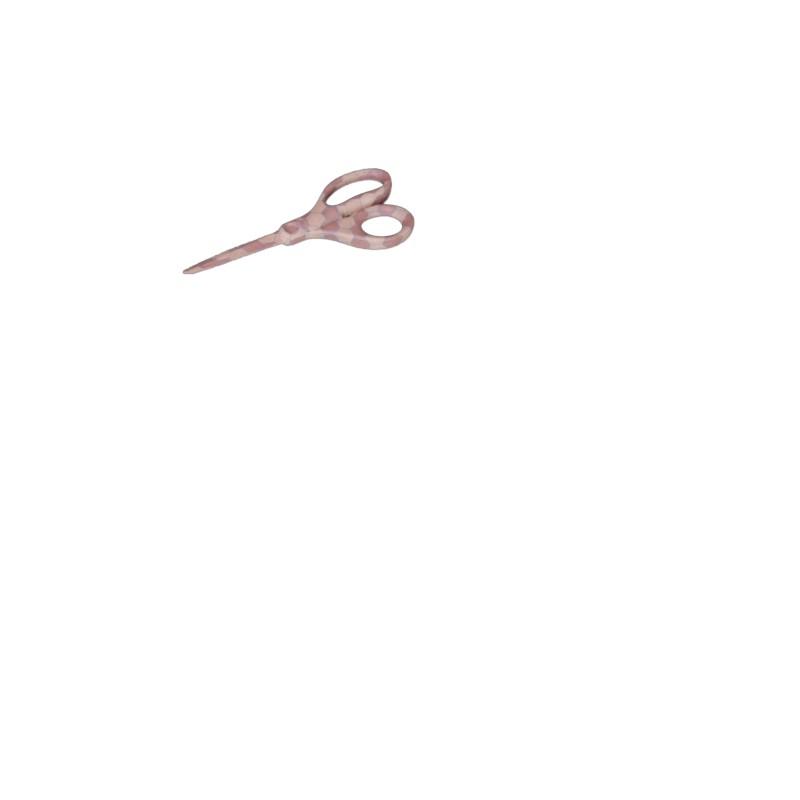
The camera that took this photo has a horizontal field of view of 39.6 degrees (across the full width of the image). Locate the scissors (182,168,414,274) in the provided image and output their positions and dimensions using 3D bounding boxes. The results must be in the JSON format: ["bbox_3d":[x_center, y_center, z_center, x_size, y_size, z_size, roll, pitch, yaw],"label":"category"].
[{"bbox_3d":[-0.072,-0.131,0.914,0.102,0.015,0.203,37,59,27],"label":"scissors"}]
